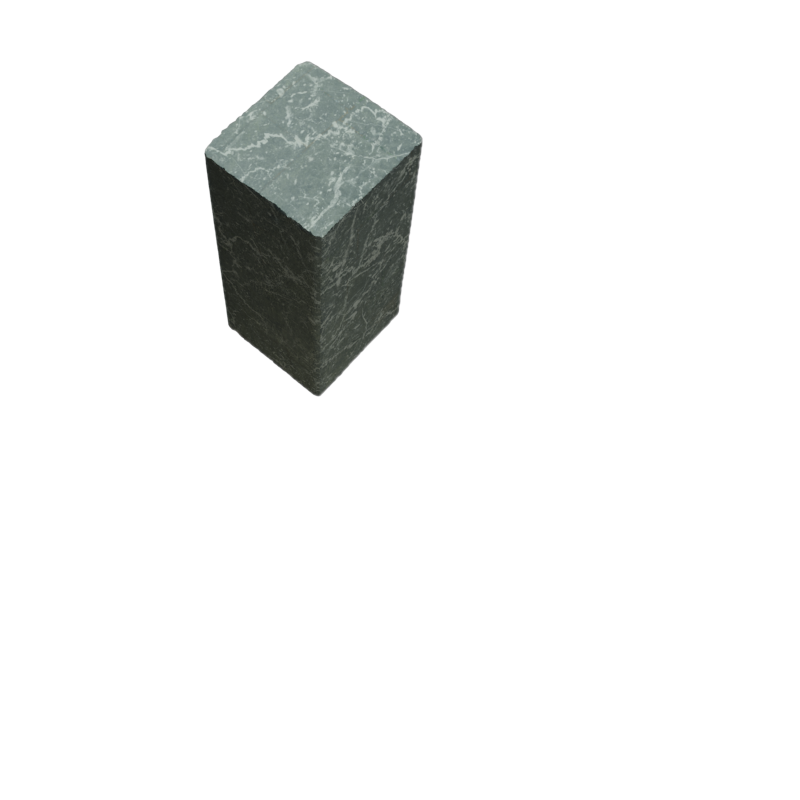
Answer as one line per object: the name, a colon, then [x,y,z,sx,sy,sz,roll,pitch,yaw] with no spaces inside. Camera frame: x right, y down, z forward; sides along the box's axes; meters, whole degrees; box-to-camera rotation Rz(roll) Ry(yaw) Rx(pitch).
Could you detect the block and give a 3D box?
block: [-0.055,-0.100,0.696,0.094,0.092,0.195,38,-22,14]
